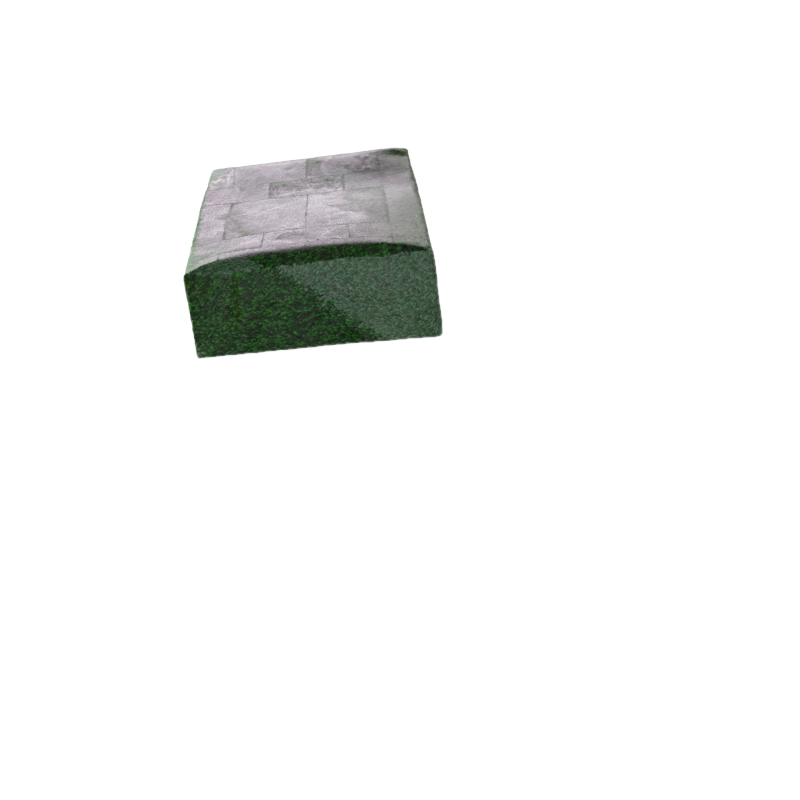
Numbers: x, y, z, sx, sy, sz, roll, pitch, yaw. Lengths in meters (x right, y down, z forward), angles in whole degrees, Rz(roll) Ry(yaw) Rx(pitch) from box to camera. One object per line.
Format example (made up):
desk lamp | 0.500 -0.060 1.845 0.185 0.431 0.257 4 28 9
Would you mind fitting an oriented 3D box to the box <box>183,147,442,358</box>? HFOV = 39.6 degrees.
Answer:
box | -0.063 -0.115 0.807 0.164 0.068 0.226 -6 29 0
